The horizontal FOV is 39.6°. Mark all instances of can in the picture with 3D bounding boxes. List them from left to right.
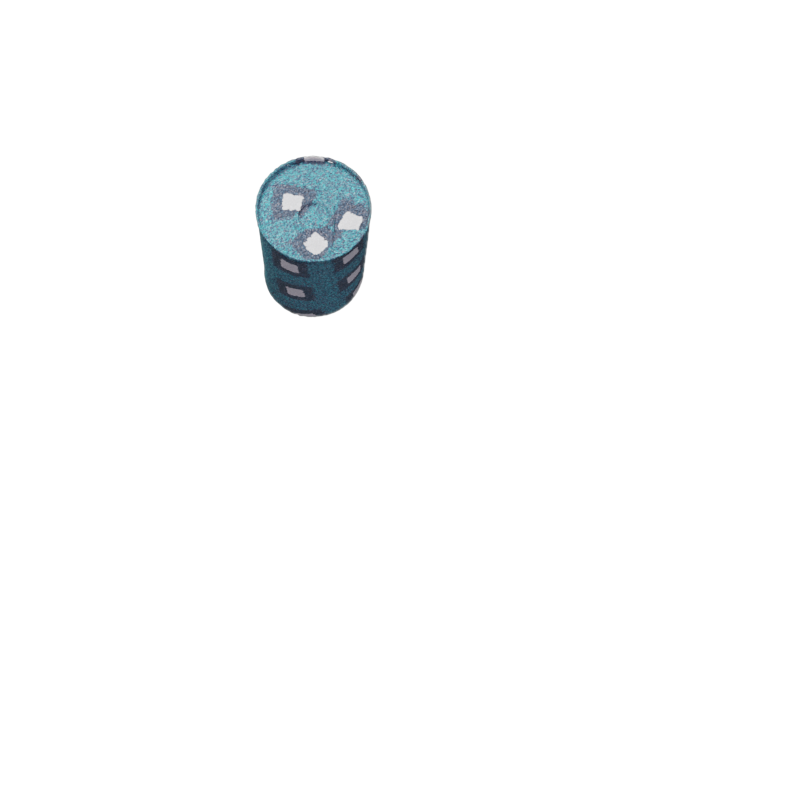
[{"bbox_3d":[-0.054,-0.099,0.690,0.068,0.072,0.098,0,-18,-3],"label":"can"}]
